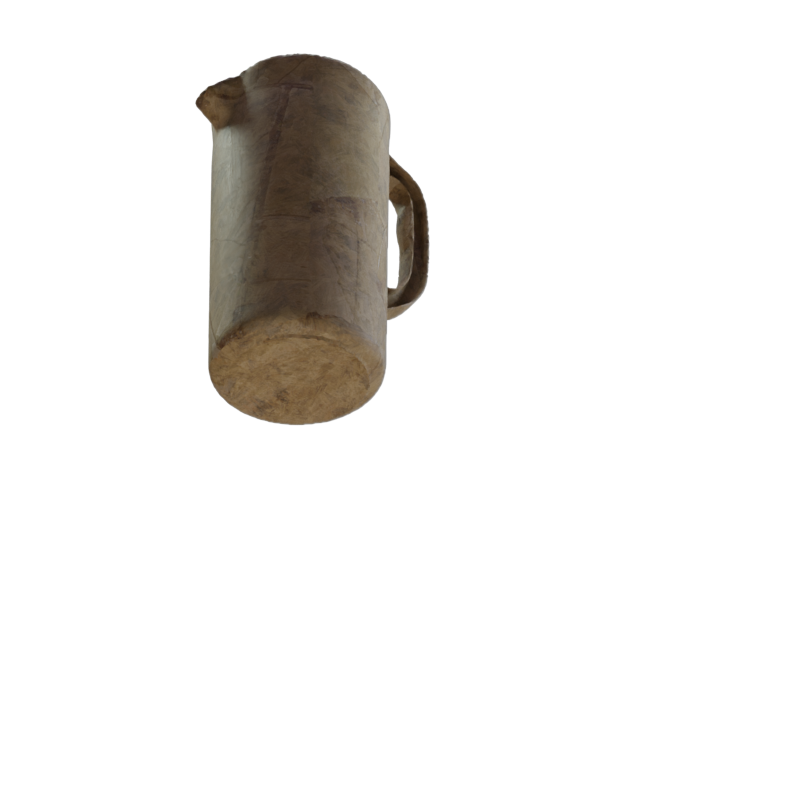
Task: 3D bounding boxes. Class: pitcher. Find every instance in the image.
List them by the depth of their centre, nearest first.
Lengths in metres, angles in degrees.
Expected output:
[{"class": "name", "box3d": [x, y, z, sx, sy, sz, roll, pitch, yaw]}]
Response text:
[{"class": "pitcher", "box3d": [-0.059, -0.107, 0.748, 0.150, 0.261, 0.134, -8, -40, 7]}]
